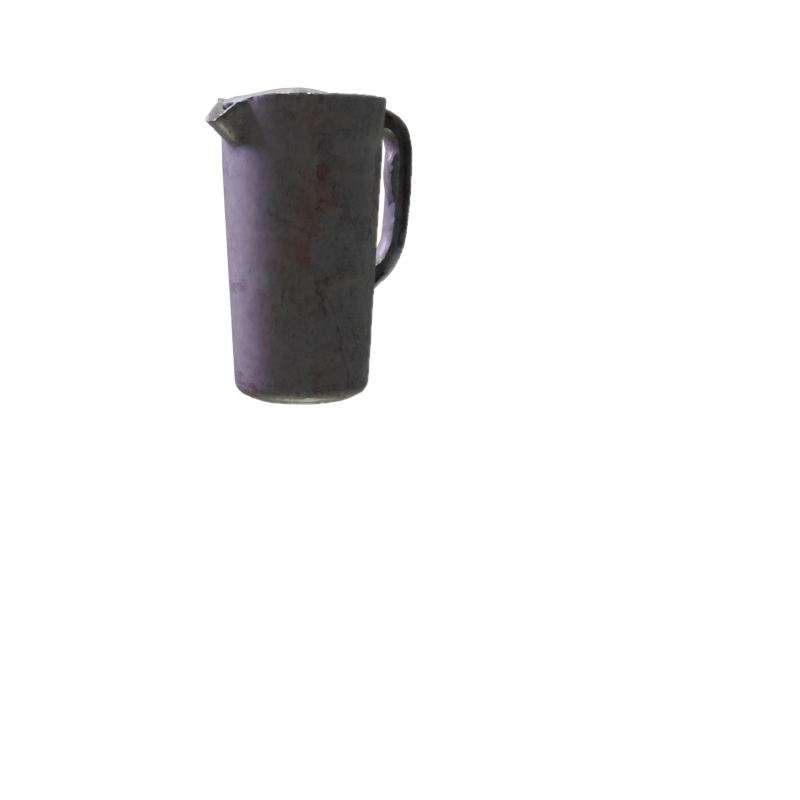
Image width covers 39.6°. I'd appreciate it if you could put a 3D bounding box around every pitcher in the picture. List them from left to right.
[{"bbox_3d":[-0.070,-0.127,0.888,0.151,0.240,0.146,1,7,7],"label":"pitcher"}]
